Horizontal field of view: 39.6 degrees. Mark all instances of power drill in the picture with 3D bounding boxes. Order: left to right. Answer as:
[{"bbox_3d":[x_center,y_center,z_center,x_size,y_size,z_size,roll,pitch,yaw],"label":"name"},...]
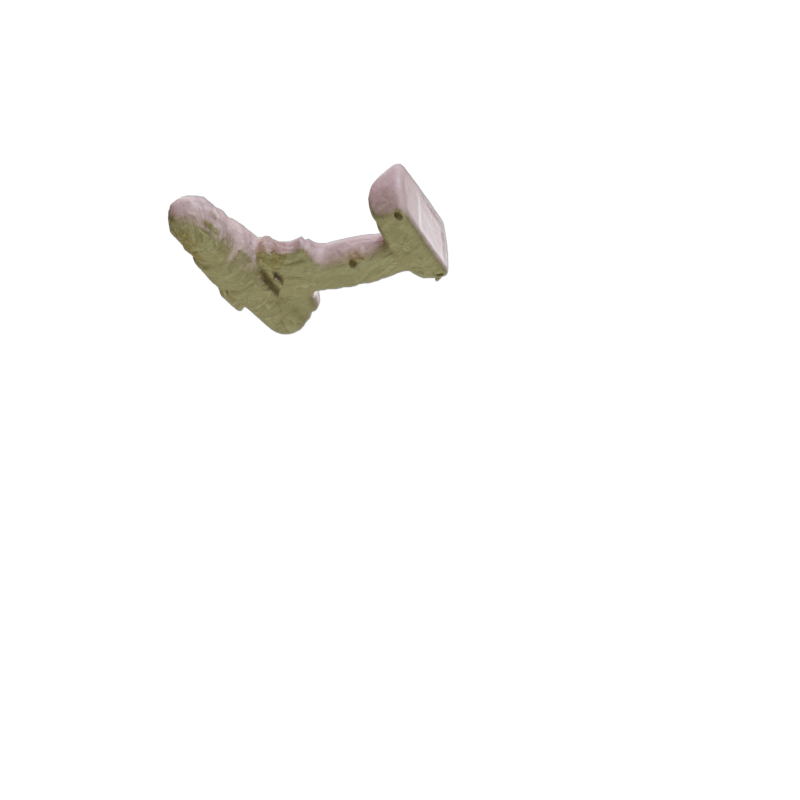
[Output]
[{"bbox_3d":[-0.069,-0.127,0.886,0.190,0.061,0.171,-13,-30,23],"label":"power drill"}]
